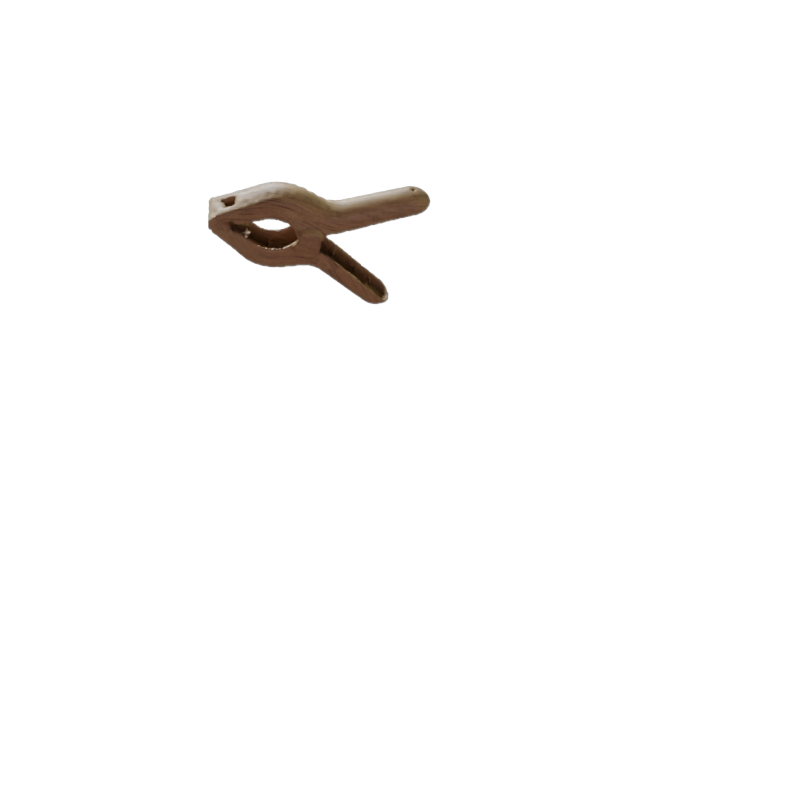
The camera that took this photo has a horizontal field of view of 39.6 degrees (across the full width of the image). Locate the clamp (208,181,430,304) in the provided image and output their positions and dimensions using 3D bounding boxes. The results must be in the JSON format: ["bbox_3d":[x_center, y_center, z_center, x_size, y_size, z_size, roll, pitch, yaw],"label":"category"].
[{"bbox_3d":[-0.070,-0.127,0.889,0.170,0.113,0.042,6,39,-5],"label":"clamp"}]
